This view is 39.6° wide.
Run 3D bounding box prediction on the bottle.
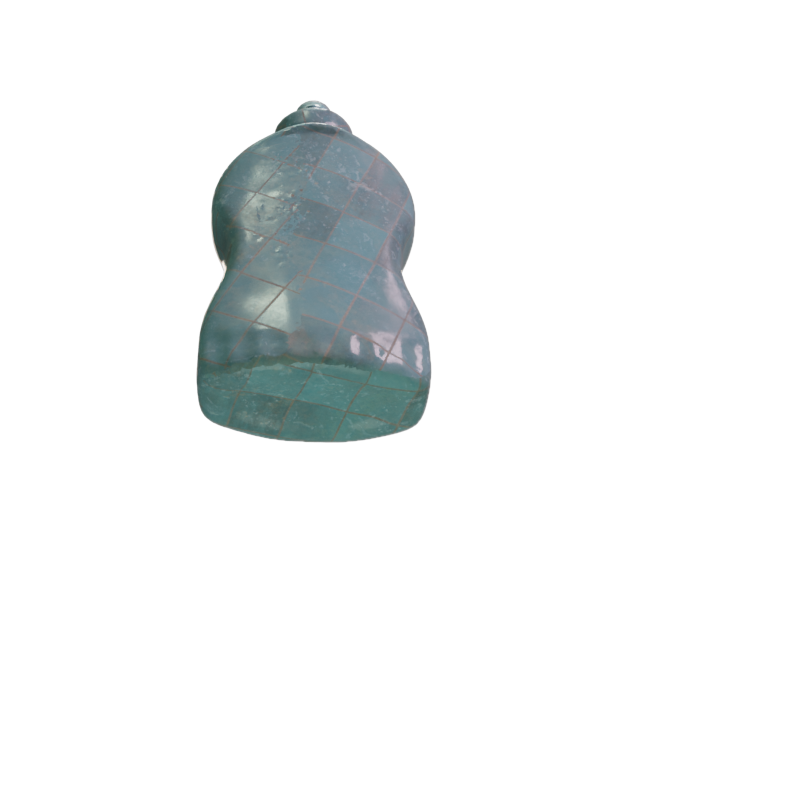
[{"bbox_3d":[-0.040,-0.074,0.515,0.096,0.206,0.054,0,-42,-3],"label":"bottle"}]
